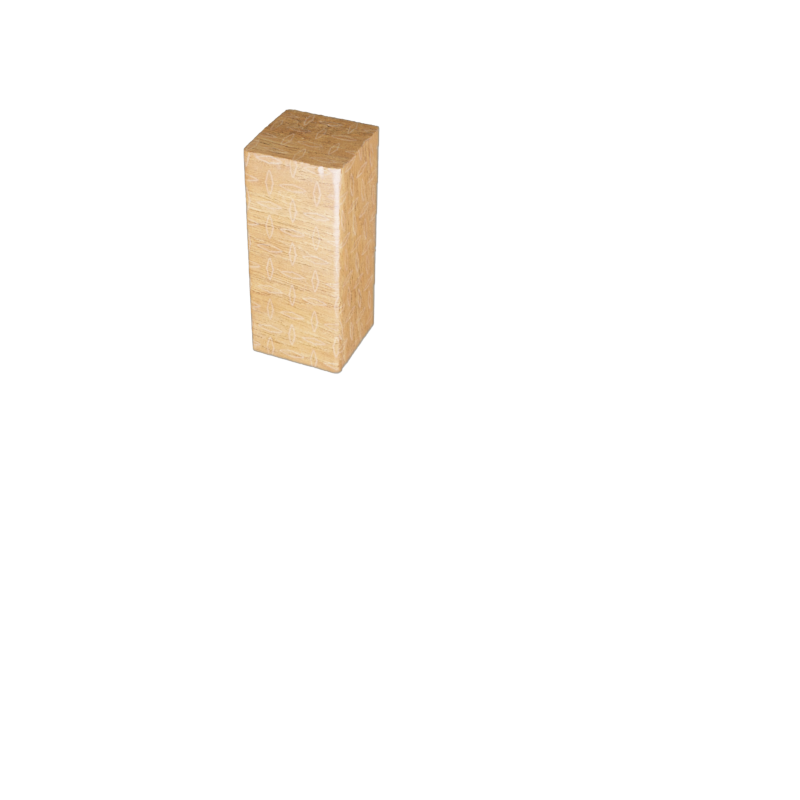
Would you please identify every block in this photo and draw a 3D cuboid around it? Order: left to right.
[{"bbox_3d":[-0.077,-0.139,0.976,0.094,0.193,0.093,15,37,17],"label":"block"}]
